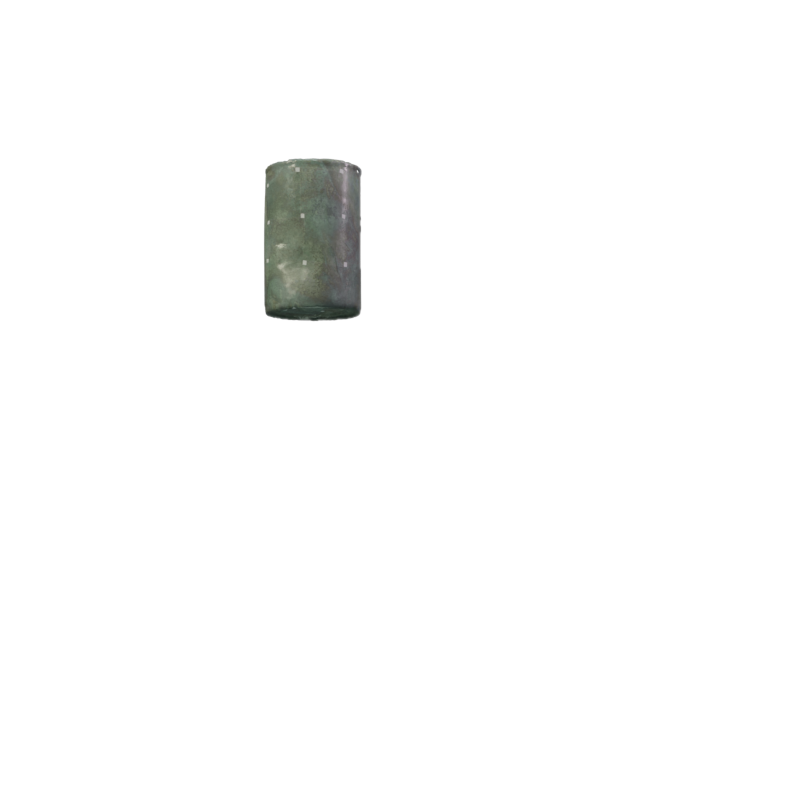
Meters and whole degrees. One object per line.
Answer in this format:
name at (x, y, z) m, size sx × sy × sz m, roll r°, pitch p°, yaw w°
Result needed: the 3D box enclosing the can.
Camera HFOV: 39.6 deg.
can at (-0.060, -0.109, 0.767) m, size 0.068 × 0.105 × 0.067 m, roll 0°, pitch -9°, yaw -2°
